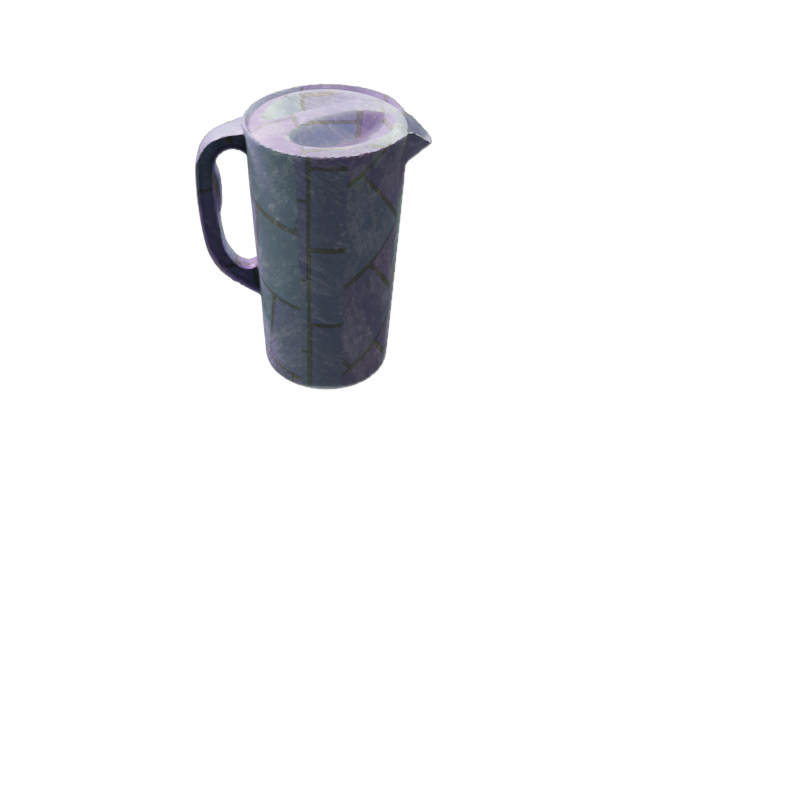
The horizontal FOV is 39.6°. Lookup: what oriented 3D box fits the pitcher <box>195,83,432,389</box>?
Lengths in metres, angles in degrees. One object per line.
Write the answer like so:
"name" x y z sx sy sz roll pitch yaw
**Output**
"pitcher" -0.073 -0.133 0.929 0.159 0.228 0.145 28 42 32
